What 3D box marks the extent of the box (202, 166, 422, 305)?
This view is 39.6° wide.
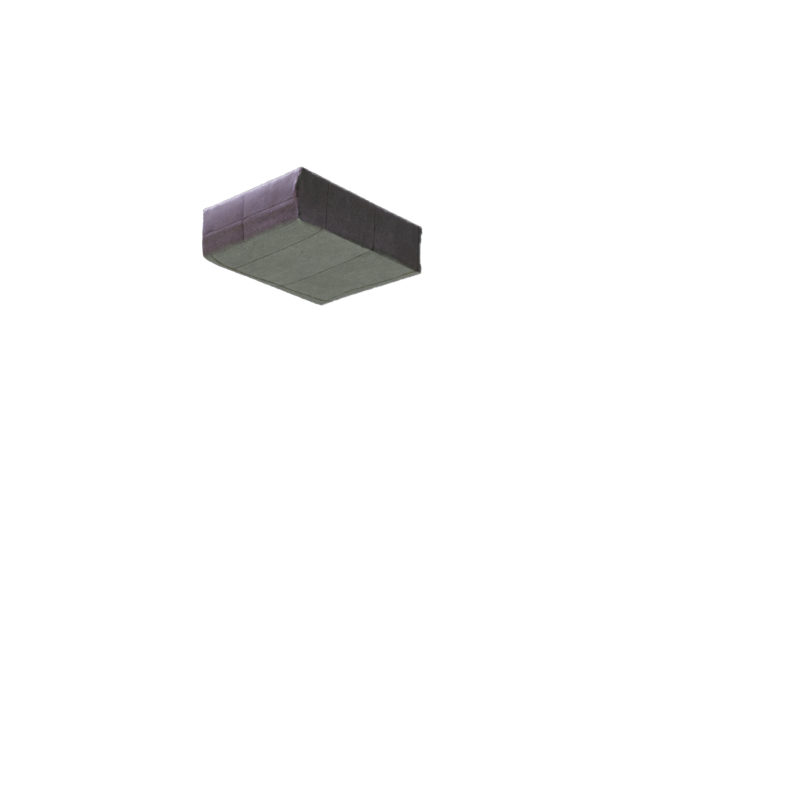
[{"bbox_3d":[-0.055,-0.099,0.697,0.091,0.041,0.107,-15,-23,40],"label":"box"}]
